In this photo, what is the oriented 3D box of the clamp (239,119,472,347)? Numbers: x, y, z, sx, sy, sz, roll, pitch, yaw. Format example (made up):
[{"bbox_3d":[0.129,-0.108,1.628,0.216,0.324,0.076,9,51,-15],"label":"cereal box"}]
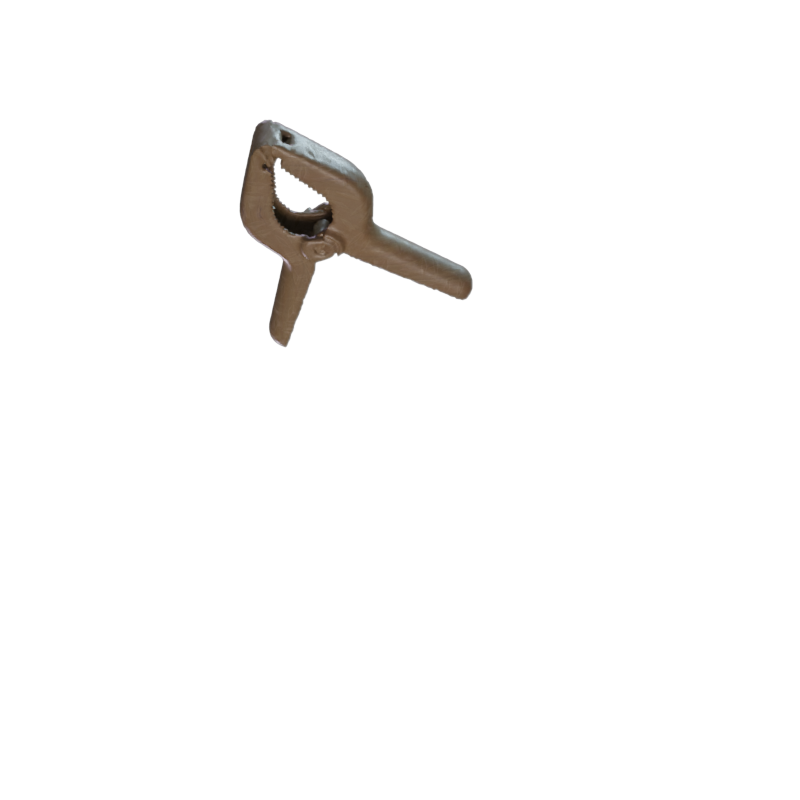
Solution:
[{"bbox_3d":[-0.063,-0.114,0.801,0.166,0.039,0.194,-20,-44,22],"label":"clamp"}]
